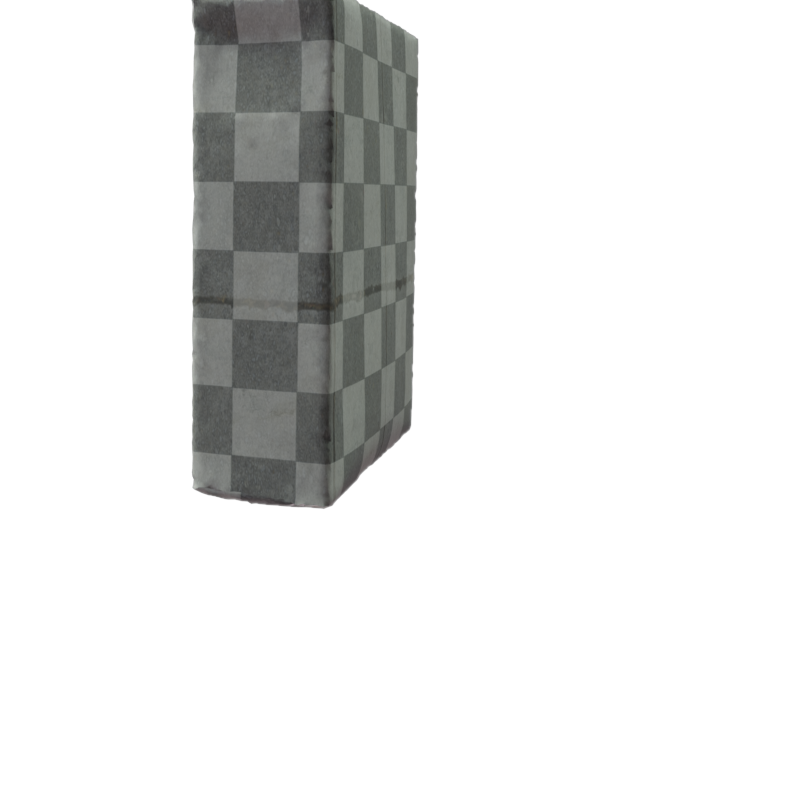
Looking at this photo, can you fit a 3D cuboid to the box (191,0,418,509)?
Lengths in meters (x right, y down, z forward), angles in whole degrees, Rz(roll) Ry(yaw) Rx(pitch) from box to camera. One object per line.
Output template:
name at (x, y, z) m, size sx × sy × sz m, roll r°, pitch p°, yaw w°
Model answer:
box at (-0.041, -0.076, 0.530) m, size 0.073 × 0.212 × 0.163 m, roll 1°, pitch 6°, yaw 14°
